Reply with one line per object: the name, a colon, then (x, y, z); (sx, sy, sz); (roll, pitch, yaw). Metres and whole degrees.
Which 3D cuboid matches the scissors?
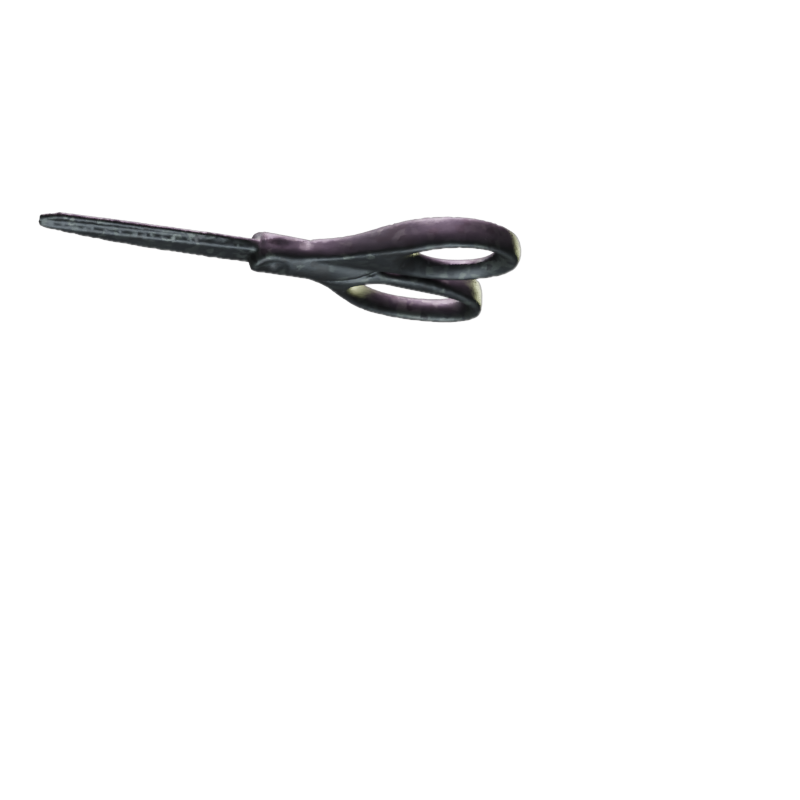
scissors: (-0.036, -0.065, 0.457); (0.192, 0.017, 0.096); (13, -23, -33)
